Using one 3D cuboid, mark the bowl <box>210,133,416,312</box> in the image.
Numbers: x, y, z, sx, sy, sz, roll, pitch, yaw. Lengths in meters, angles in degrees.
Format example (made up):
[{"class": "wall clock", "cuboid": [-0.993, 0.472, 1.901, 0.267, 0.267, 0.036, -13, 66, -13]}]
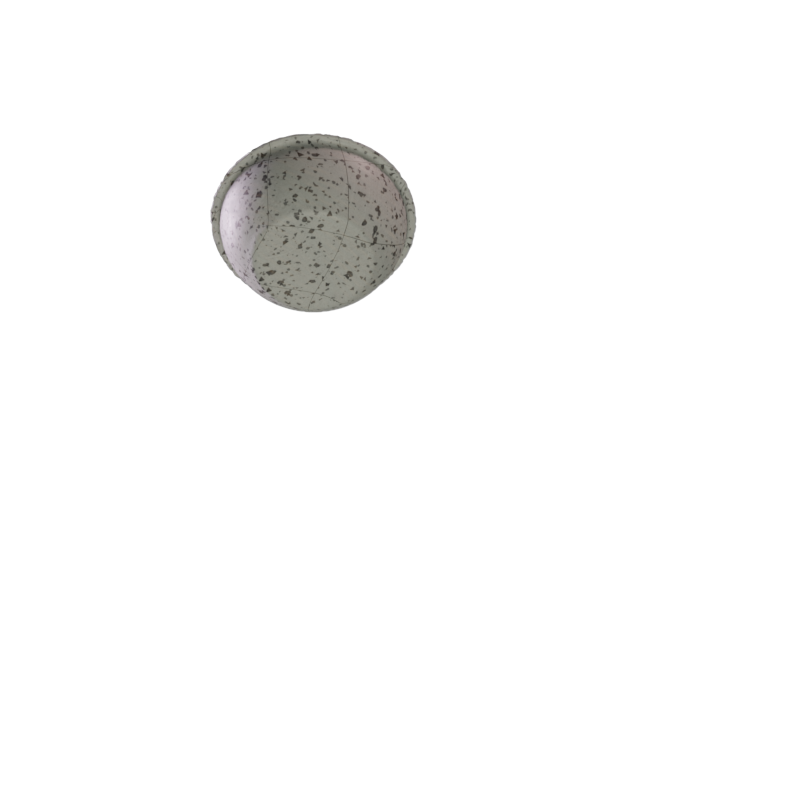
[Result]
[{"class": "bowl", "cuboid": [-0.066, -0.121, 0.849, 0.162, 0.151, 0.059, 1, 38, -1]}]
